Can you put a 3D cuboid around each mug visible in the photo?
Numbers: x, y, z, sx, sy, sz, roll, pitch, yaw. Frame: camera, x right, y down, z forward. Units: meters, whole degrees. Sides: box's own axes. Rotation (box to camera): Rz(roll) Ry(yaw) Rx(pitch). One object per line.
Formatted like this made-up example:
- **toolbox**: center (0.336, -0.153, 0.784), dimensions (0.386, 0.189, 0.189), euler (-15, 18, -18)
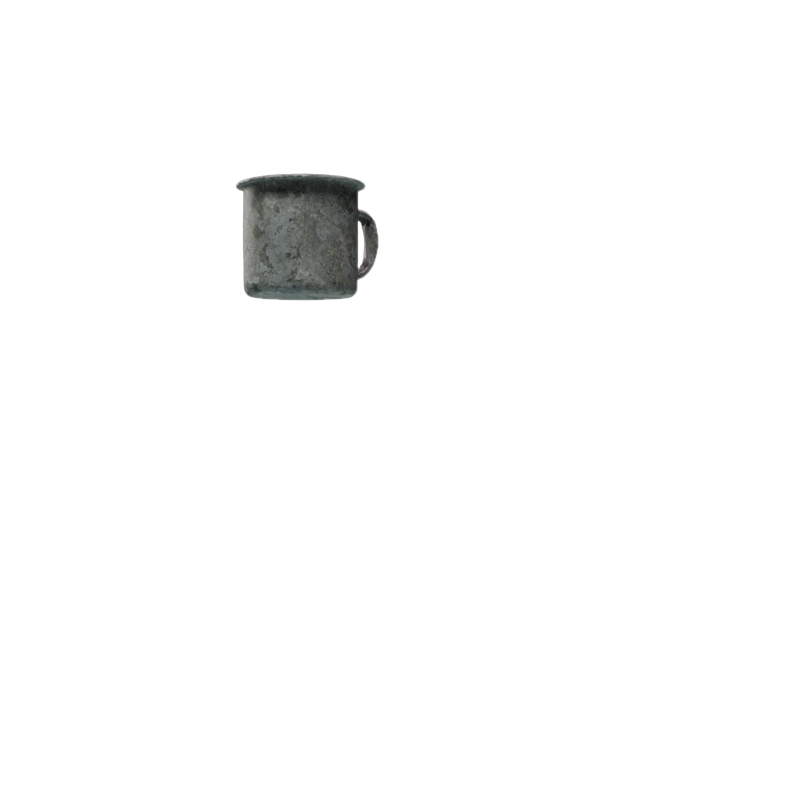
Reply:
- **mug**: center (-0.063, -0.114, 0.801), dimensions (0.112, 0.082, 0.096), euler (1, -2, -43)
